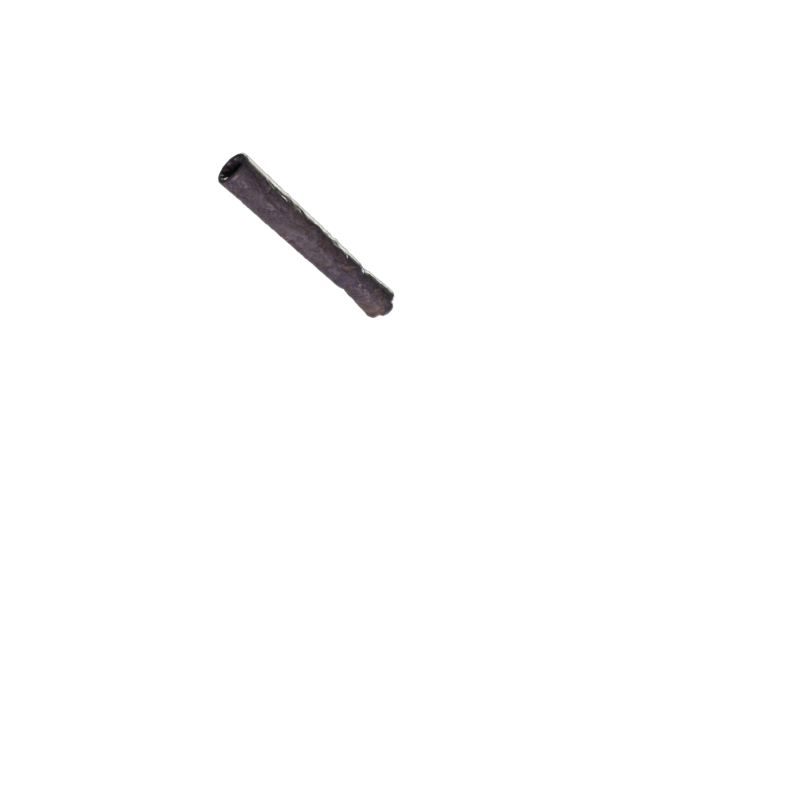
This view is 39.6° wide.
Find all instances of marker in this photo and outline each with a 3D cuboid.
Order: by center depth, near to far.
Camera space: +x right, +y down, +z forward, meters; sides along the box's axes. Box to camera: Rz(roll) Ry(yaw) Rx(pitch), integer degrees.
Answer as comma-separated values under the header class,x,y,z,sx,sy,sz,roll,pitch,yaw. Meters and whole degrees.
class,x,y,z,sx,sy,sz,roll,pitch,yaw
marker,-0.044,-0.079,0.557,0.113,0.020,0.021,40,-22,-31
